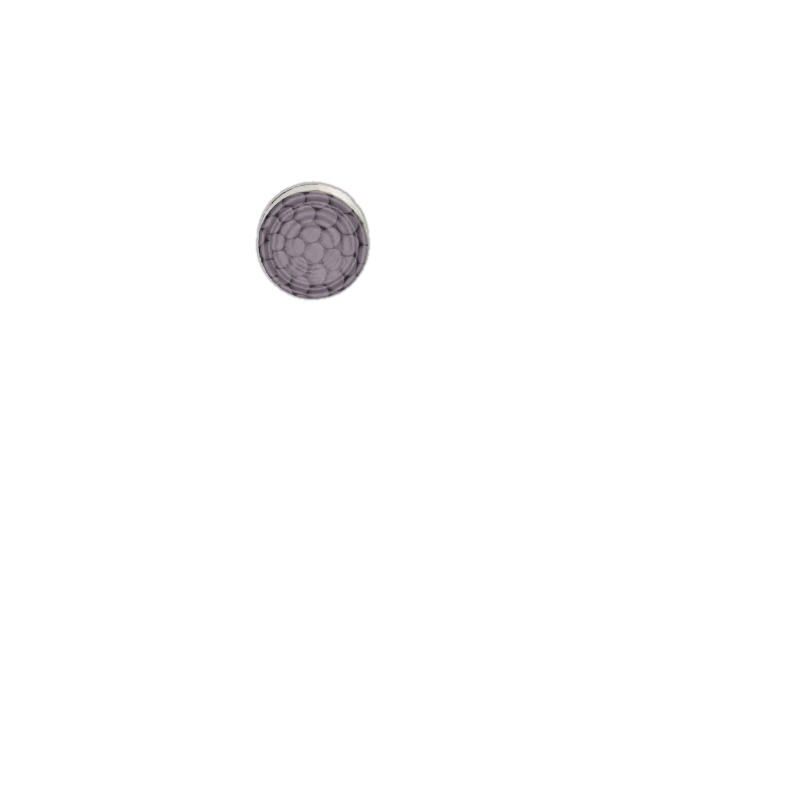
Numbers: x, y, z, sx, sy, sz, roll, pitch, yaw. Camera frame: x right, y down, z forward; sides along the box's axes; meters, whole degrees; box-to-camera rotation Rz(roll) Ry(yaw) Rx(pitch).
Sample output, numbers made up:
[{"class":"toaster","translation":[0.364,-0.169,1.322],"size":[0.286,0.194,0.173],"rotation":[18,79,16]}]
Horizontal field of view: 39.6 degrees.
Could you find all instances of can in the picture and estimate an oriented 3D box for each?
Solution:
[{"class":"can","translation":[-0.066,-0.121,0.845],"size":[0.086,0.083,0.035],"rotation":[0,13,-1]}]
